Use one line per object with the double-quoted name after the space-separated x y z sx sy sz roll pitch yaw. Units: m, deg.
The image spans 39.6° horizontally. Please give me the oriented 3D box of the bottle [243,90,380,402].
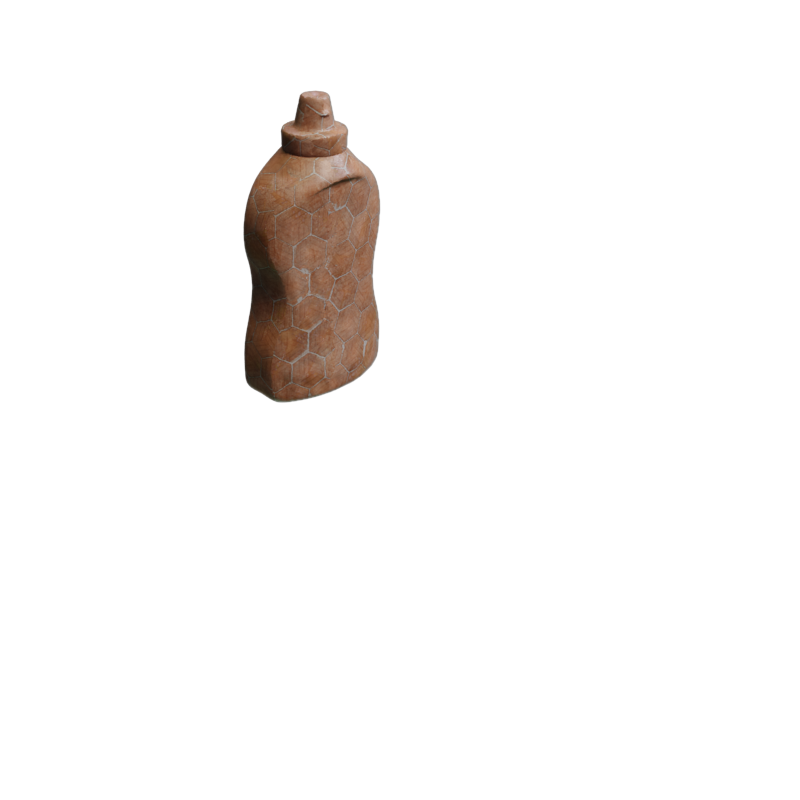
-0.054 -0.100 0.699 0.095 0.182 0.062 -20 32 -38 "bottle"
